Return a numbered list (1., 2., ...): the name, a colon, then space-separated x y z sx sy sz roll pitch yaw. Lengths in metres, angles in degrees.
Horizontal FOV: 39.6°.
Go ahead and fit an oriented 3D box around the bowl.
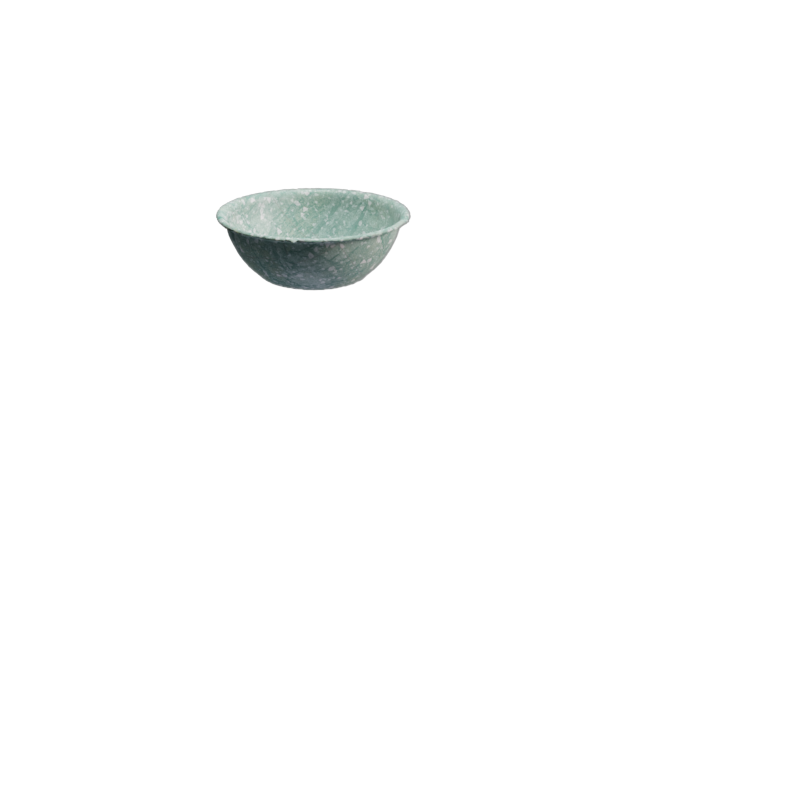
1. bowl: -0.073 -0.133 0.929 0.162 0.052 0.170 -1 24 -2
